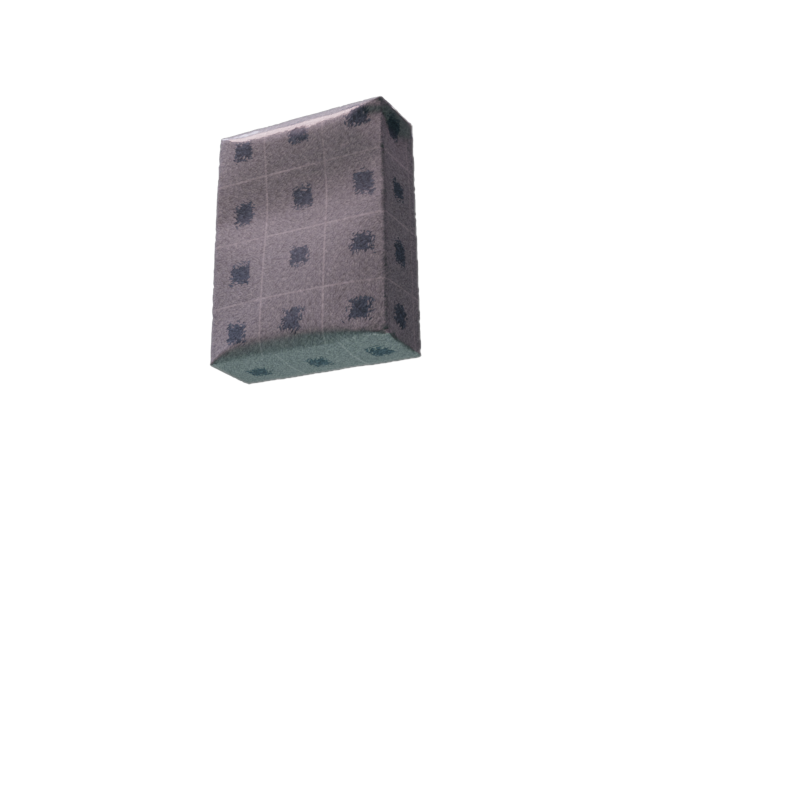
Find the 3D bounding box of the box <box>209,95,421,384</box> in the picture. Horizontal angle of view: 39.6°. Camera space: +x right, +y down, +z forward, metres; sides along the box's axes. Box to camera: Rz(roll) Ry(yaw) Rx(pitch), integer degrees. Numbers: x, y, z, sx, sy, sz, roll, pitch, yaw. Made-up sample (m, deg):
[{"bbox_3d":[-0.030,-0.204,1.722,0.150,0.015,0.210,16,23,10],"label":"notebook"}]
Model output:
[{"bbox_3d":[-0.073,-0.133,0.930,0.167,0.225,0.067,-10,-23,24],"label":"box"}]
